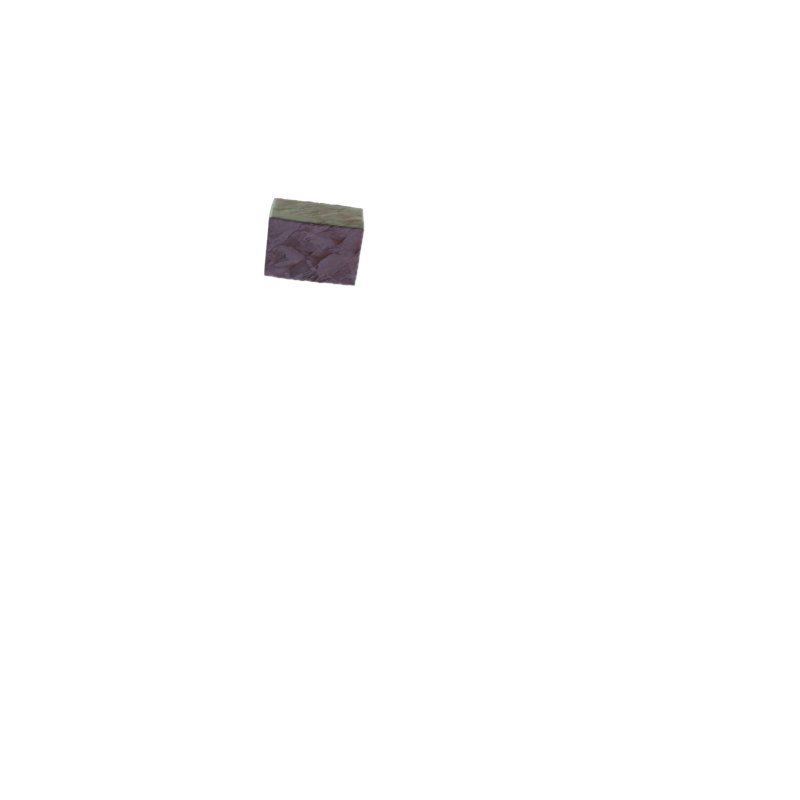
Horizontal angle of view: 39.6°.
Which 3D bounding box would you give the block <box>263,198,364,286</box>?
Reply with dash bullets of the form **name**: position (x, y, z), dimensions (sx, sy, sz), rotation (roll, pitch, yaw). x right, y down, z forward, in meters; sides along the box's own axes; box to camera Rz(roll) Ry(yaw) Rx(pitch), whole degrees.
- **block**: position (-0.071, -0.130, 0.913), dimensions (0.077, 0.050, 0.054), rotation (7, 25, -5)
